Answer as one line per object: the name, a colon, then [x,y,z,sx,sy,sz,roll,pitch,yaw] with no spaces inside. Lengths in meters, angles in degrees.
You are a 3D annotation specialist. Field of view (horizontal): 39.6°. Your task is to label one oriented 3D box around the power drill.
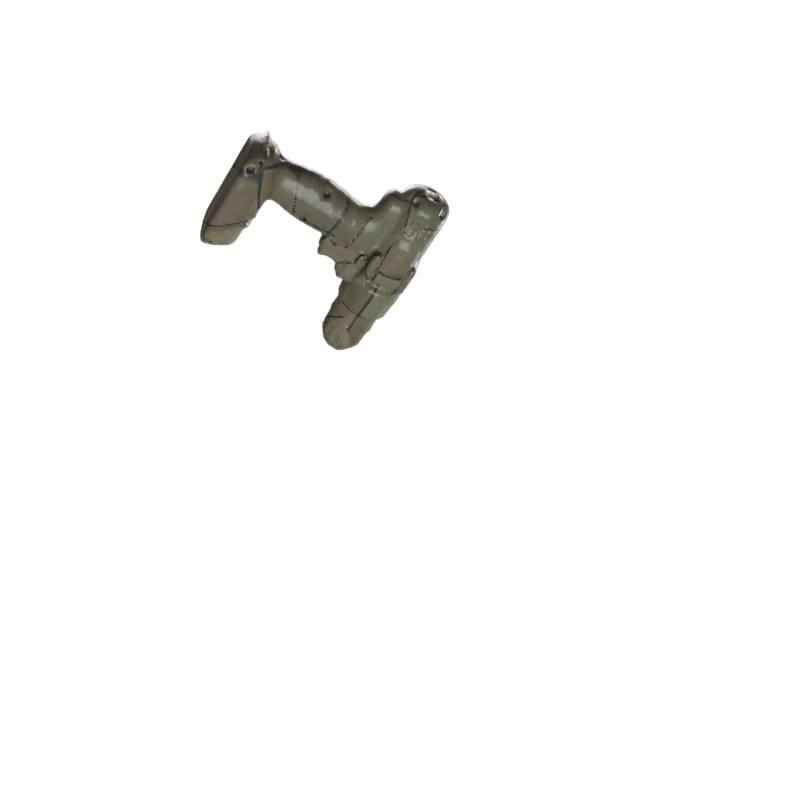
power drill: [-0.076,-0.139,0.973,0.182,0.178,0.061,24,32,-16]
